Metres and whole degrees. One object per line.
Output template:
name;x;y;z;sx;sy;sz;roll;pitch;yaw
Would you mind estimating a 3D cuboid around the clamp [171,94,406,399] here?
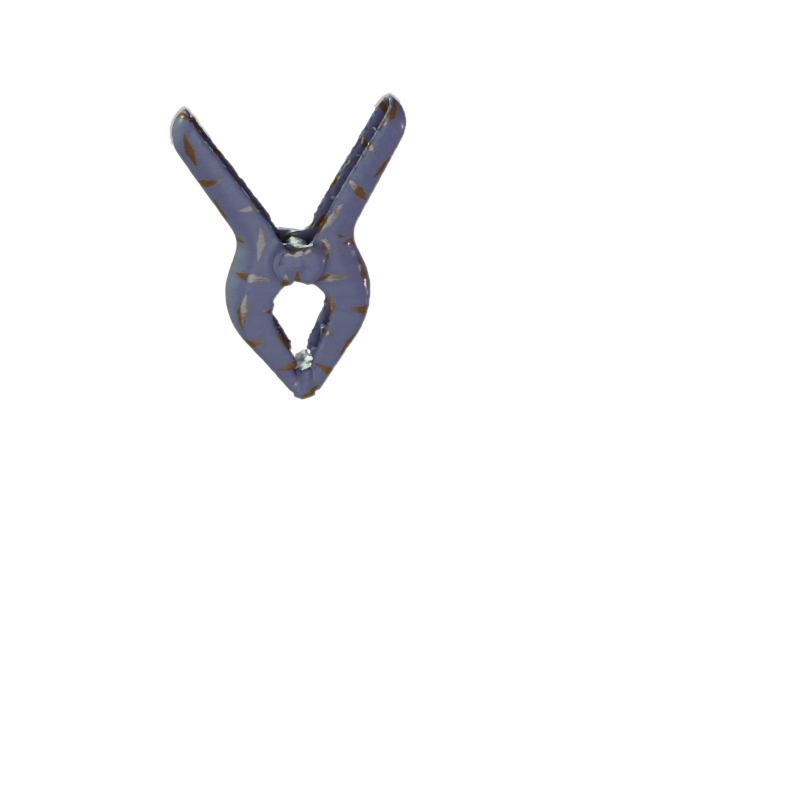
clamp;-0.047;-0.085;0.596;0.120;0.162;0.041;-9;25;4
